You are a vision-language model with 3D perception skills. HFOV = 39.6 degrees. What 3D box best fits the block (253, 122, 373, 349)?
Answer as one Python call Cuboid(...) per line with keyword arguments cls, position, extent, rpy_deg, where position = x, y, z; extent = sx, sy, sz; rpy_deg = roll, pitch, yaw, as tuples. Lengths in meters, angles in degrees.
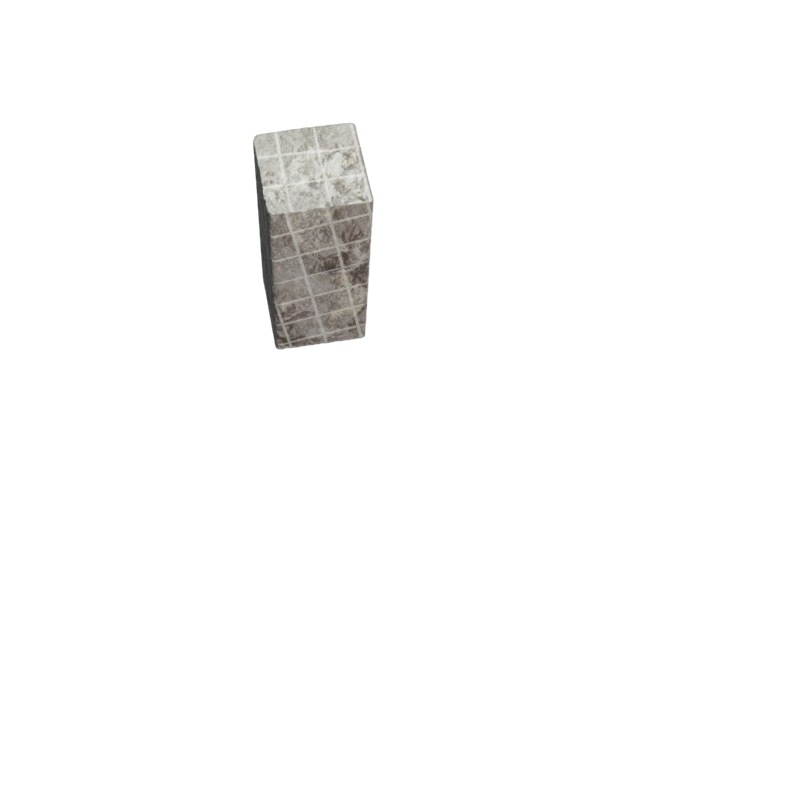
Cuboid(cls="block", position=(-0.079, -0.142, 0.996), extent=(0.089, 0.097, 0.193), rpy_deg=(-8, -31, -8))
